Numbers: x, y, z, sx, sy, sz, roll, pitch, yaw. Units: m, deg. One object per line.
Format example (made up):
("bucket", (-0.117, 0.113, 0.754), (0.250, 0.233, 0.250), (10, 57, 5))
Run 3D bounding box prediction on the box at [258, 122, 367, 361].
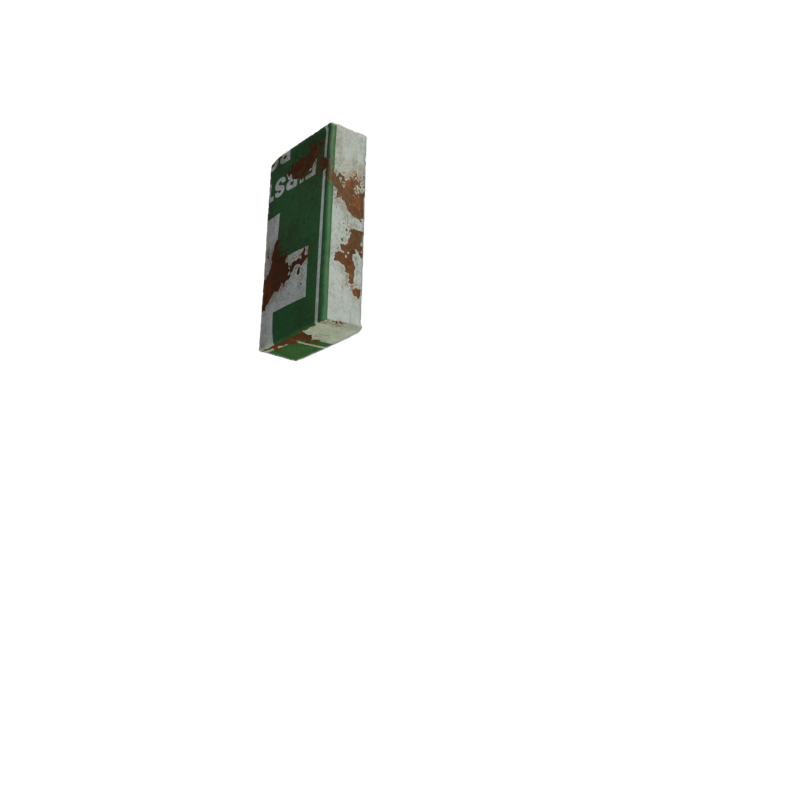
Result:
("box", (-0.072, -0.130, 0.910), (0.045, 0.186, 0.093), (16, -28, -36))
